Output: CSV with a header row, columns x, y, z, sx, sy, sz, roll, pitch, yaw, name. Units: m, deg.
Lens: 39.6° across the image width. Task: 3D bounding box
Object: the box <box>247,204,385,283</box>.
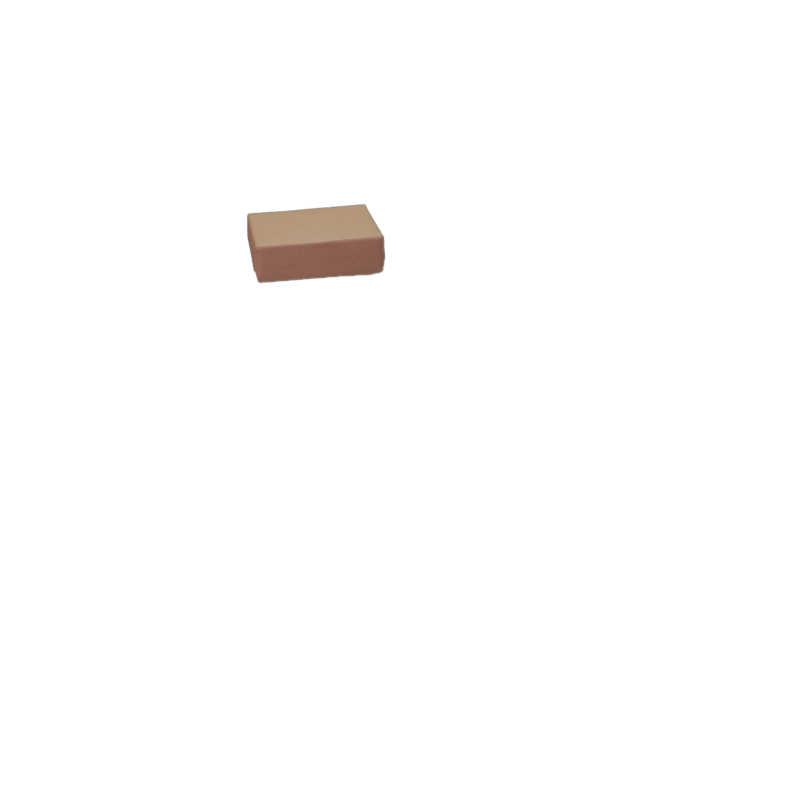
x,y,z,sx,sy,sz,roll,pitch,yaw,name
-0.077,-0.140,0.979,0.112,0.037,0.096,-4,28,-9,box
